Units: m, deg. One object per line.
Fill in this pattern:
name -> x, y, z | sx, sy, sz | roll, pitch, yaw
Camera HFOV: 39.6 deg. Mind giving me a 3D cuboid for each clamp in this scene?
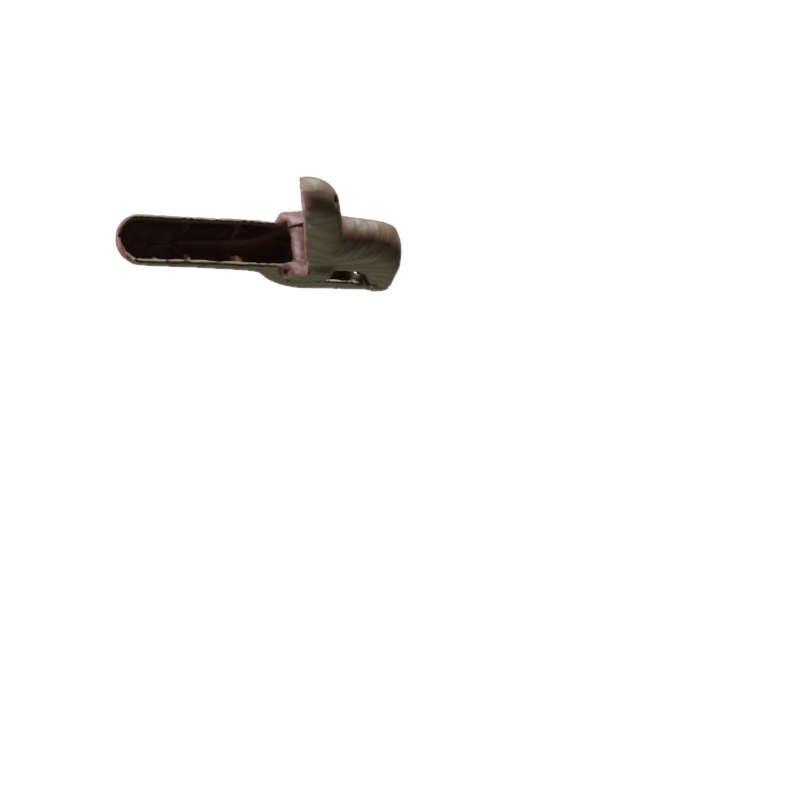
clamp -> -0.044, -0.081, 0.564 | 0.124, 0.040, 0.164 | 0, 1, 39
